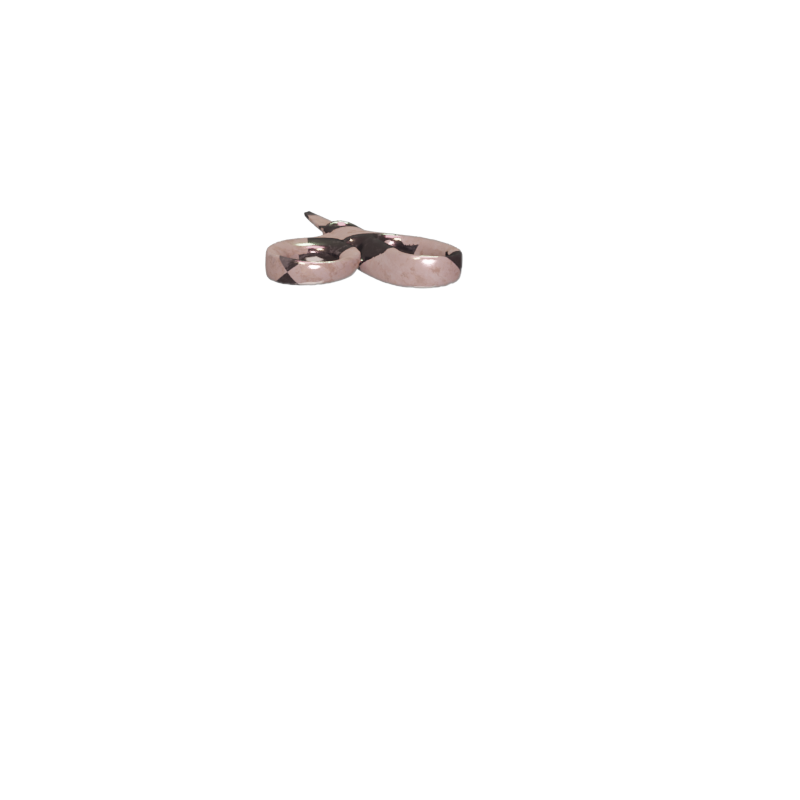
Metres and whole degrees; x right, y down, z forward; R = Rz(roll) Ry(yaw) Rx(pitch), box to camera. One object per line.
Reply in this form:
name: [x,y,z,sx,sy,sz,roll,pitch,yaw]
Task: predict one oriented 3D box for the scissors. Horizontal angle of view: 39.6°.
scissors: [-0.044,-0.080,0.557,0.094,0.015,0.213,-8,18,-27]
